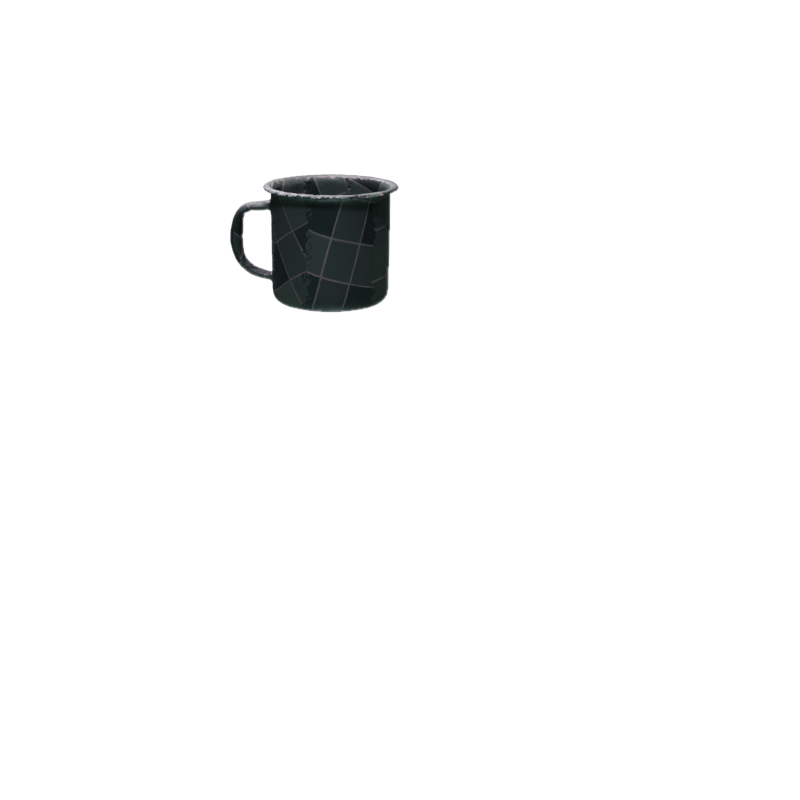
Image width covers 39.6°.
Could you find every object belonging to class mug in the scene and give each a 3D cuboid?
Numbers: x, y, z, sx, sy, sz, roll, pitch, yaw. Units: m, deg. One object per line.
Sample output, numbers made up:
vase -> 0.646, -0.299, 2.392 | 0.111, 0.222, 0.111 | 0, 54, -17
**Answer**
mug -> -0.060, -0.110, 0.771 | 0.118, 0.079, 0.096 | 1, 17, 2
